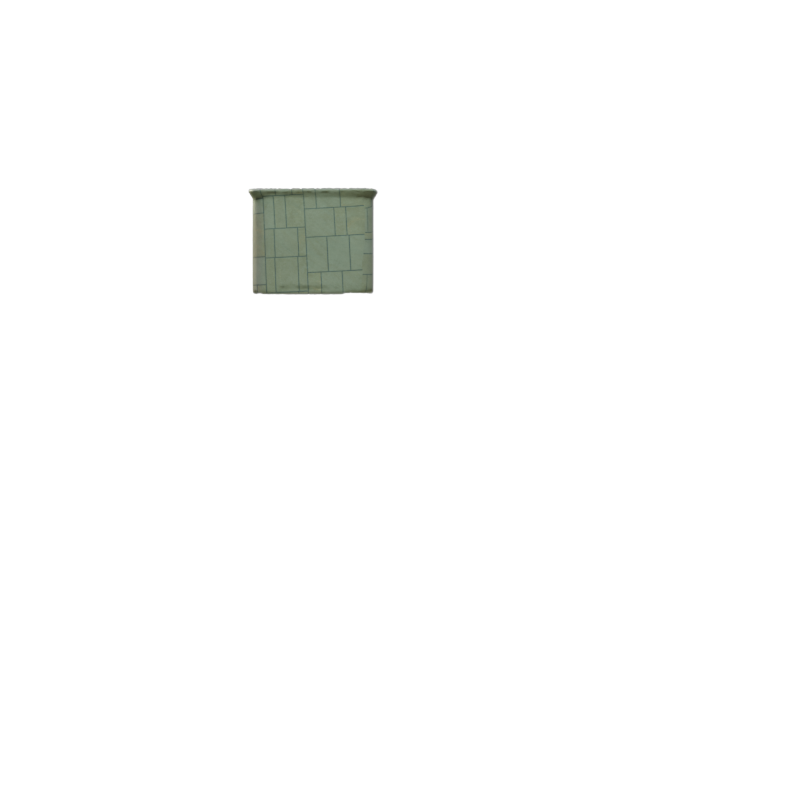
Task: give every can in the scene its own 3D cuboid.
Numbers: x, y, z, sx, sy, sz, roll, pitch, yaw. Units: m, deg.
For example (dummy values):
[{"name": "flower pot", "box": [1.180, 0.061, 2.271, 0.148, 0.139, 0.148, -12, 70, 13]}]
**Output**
[{"name": "can", "box": [-0.070, -0.127, 0.891, 0.103, 0.084, 0.057, 0, 2, 7]}]
